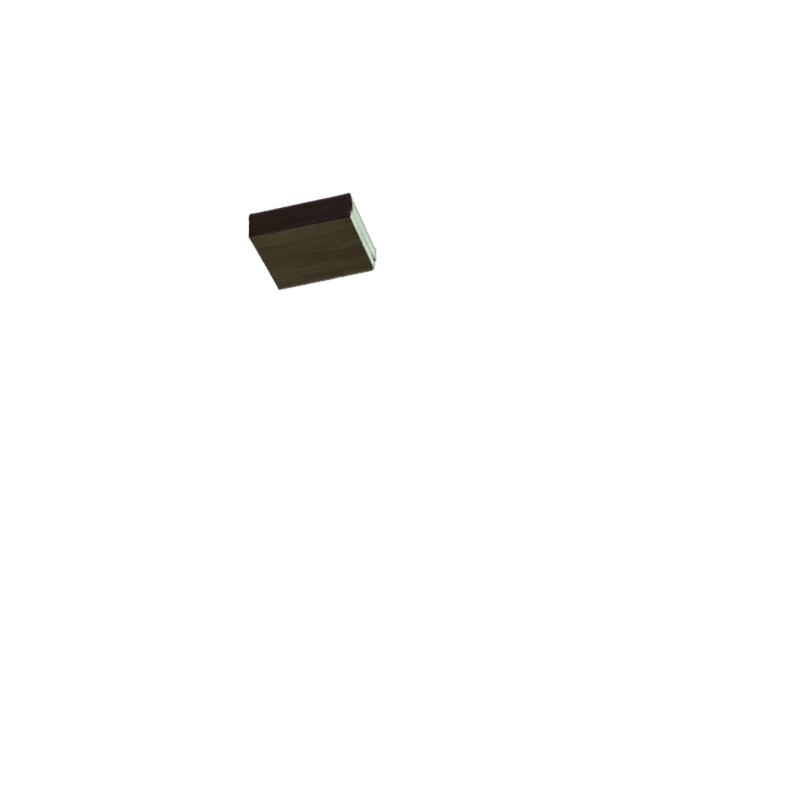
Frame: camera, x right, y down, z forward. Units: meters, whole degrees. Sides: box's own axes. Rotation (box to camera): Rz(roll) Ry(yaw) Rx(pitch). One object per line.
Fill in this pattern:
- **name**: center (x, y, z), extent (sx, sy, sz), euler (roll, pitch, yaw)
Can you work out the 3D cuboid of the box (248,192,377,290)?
- **box**: center (-0.072, -0.131, 0.916), extent (0.090, 0.032, 0.067), euler (-10, -37, 14)
